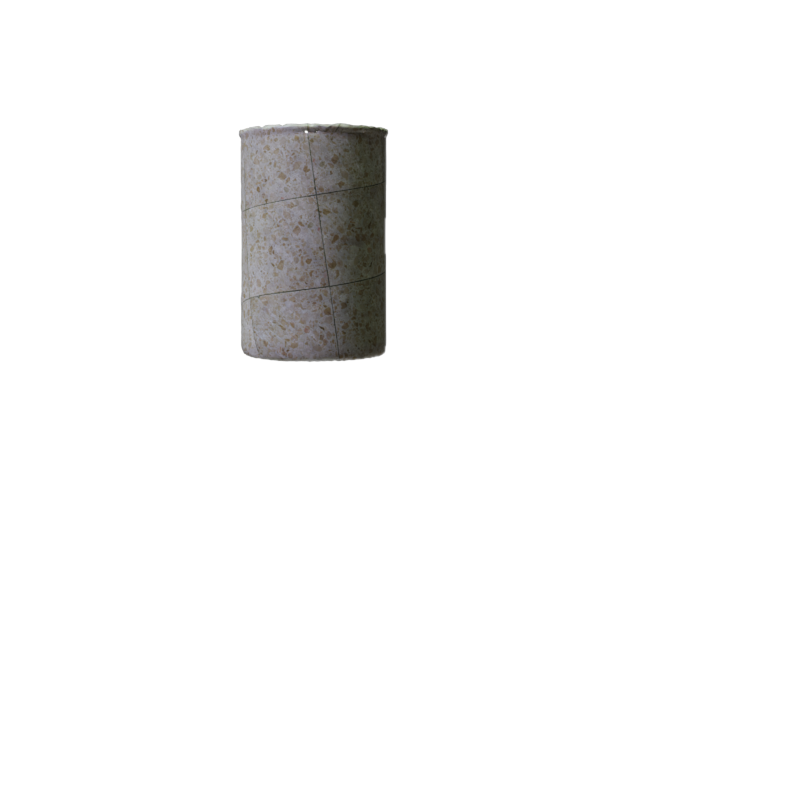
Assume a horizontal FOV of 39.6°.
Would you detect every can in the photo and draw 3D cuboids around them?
[{"bbox_3d":[-0.040,-0.072,0.505,0.068,0.102,0.069,0,3,-2],"label":"can"}]
